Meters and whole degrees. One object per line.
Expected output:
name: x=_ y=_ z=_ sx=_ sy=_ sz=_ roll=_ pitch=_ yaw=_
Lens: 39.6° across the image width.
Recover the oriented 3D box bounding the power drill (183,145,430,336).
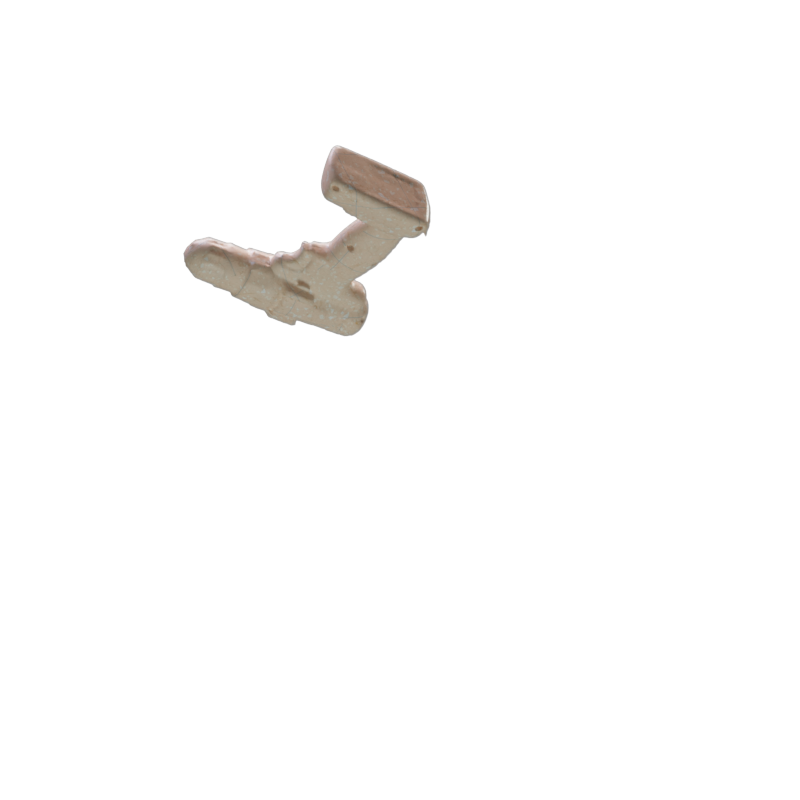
power drill: x=-0.077 y=-0.140 z=0.982 sx=0.176 sy=0.061 sz=0.183 roll=20 pitch=-41 yaw=-25
